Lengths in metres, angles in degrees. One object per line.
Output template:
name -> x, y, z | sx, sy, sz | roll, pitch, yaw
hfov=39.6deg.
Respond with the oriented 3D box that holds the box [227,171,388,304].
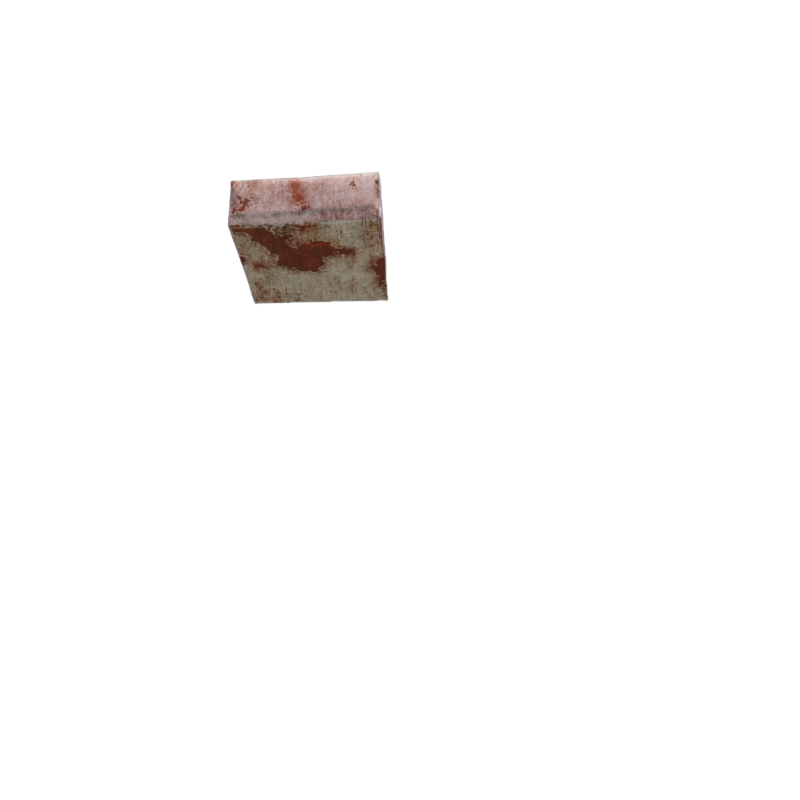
box -> -0.044, -0.080, 0.564 | 0.073, 0.032, 0.084 | -2, -23, 3
